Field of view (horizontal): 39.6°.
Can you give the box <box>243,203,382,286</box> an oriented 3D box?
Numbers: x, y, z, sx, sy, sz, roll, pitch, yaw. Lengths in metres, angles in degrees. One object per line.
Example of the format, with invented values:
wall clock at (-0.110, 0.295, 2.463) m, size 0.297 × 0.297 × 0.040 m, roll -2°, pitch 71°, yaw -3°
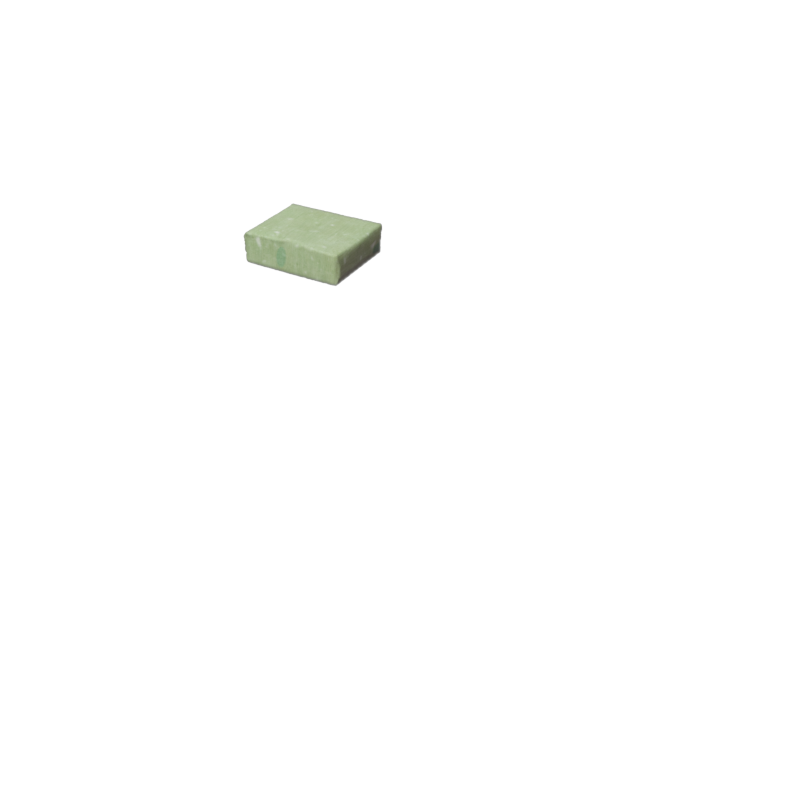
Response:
box at (-0.071, -0.129, 0.903) m, size 0.093 × 0.028 × 0.074 m, roll 17°, pitch 34°, yaw 26°
